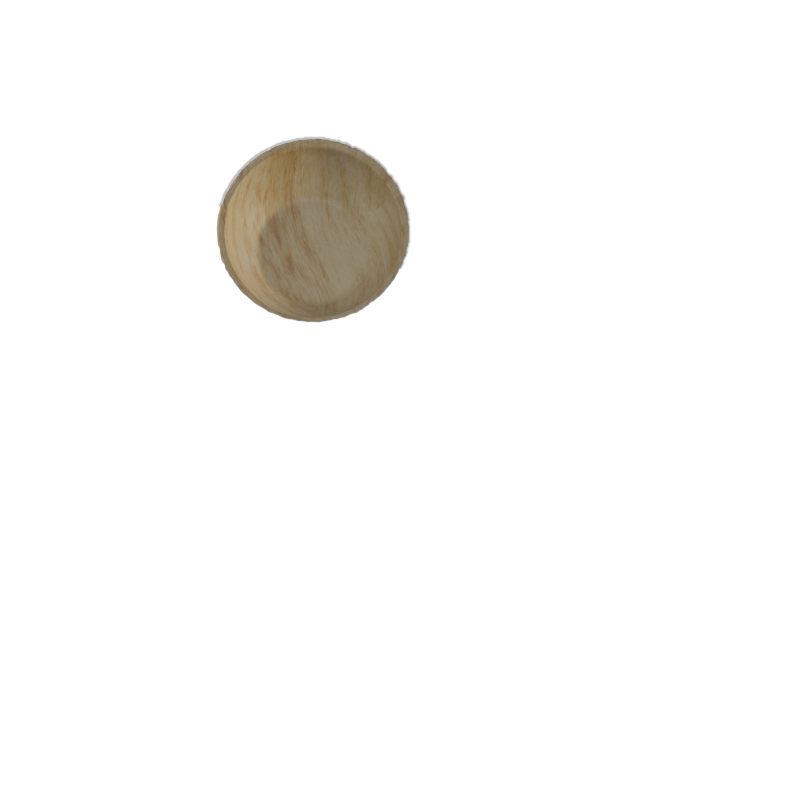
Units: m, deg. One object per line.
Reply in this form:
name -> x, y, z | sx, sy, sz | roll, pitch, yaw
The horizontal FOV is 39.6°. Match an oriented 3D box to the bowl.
bowl -> -0.071, -0.129, 0.906 | 0.162, 0.155, 0.057 | 0, 19, -1
